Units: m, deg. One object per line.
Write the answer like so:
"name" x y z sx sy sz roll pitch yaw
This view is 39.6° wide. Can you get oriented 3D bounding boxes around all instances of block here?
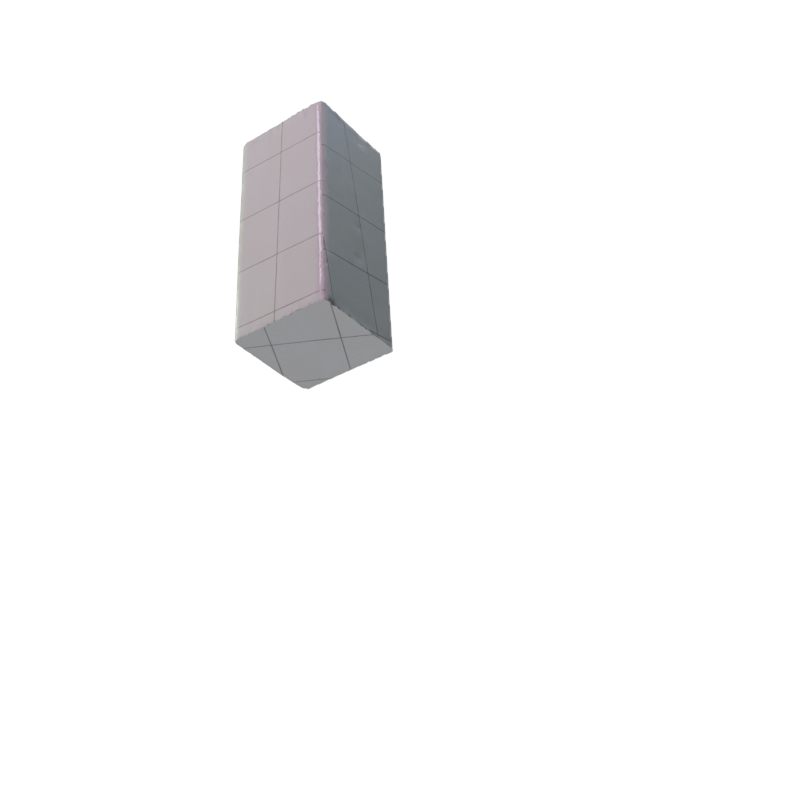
"block" -0.071 -0.129 0.902 0.091 0.221 0.084 -25 -42 28
